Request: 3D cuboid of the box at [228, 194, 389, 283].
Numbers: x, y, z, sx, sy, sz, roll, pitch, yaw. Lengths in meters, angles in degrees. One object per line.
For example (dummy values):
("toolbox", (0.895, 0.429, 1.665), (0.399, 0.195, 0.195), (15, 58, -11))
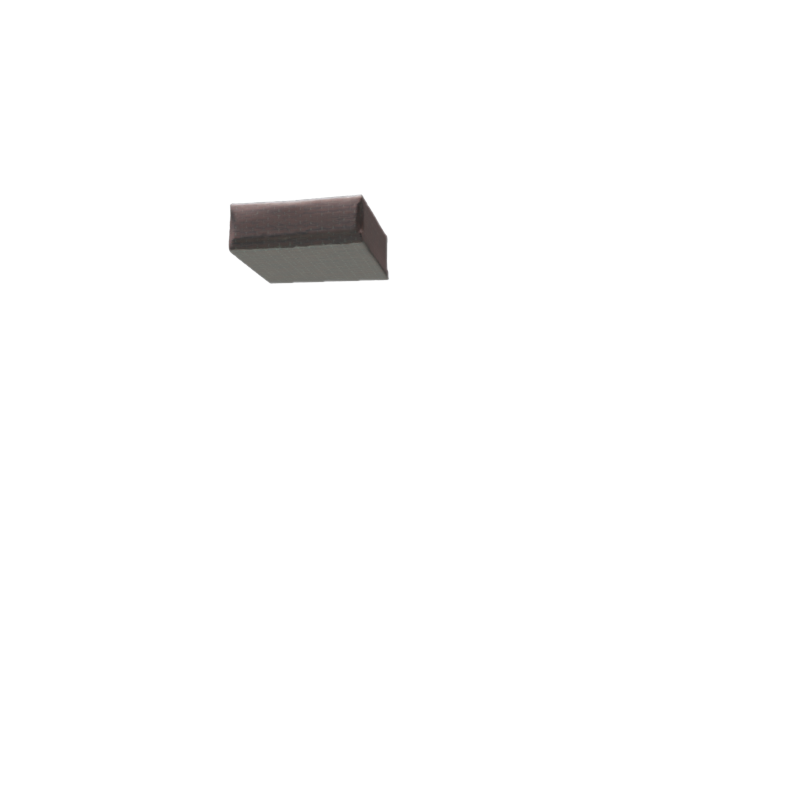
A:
("box", (-0.049, -0.089, 0.622), (0.074, 0.031, 0.086), (-2, -7, 11))
